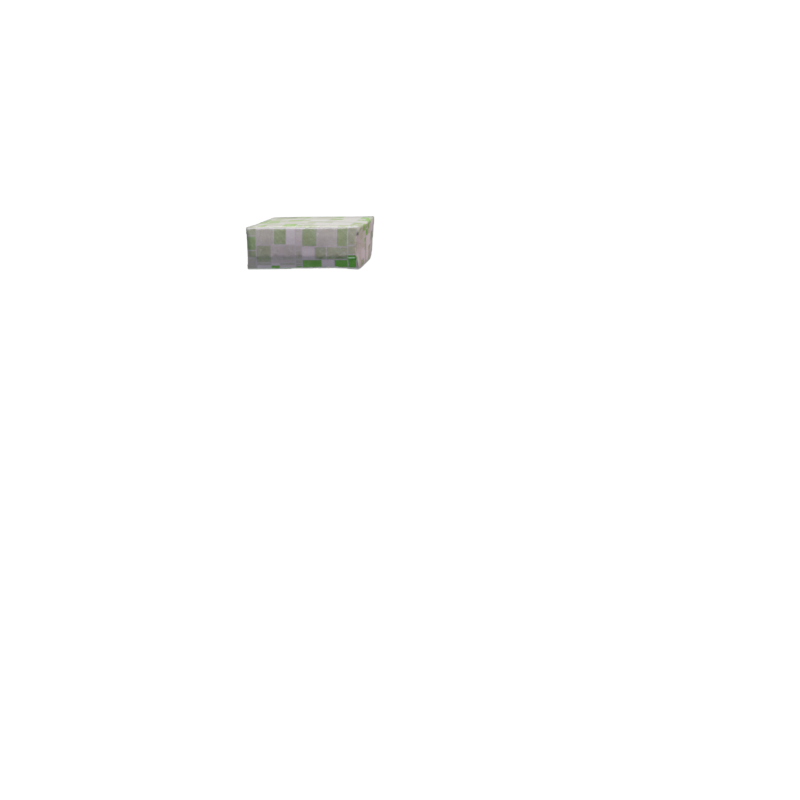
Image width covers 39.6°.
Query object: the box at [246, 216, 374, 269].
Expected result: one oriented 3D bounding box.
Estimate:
[{"bbox_3d":[-0.071,-0.129,0.904,0.091,0.038,0.114,1,10,6],"label":"box"}]
